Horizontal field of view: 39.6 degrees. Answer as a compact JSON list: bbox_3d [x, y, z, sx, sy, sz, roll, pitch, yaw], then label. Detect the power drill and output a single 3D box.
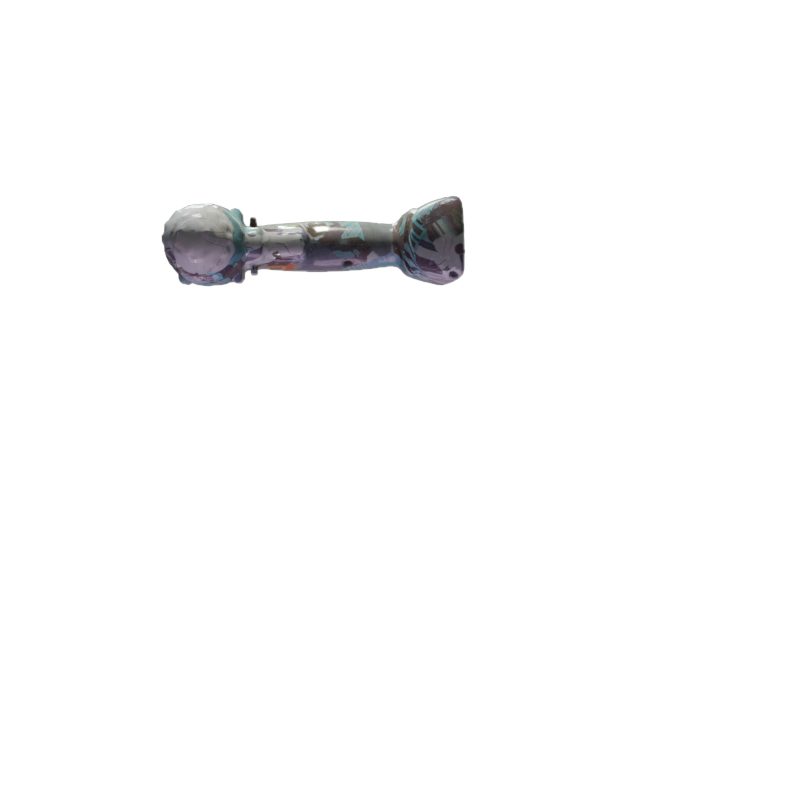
[{"bbox_3d":[-0.056,-0.102,0.716,0.187,0.057,0.186,0,6,-2],"label":"power drill"}]
